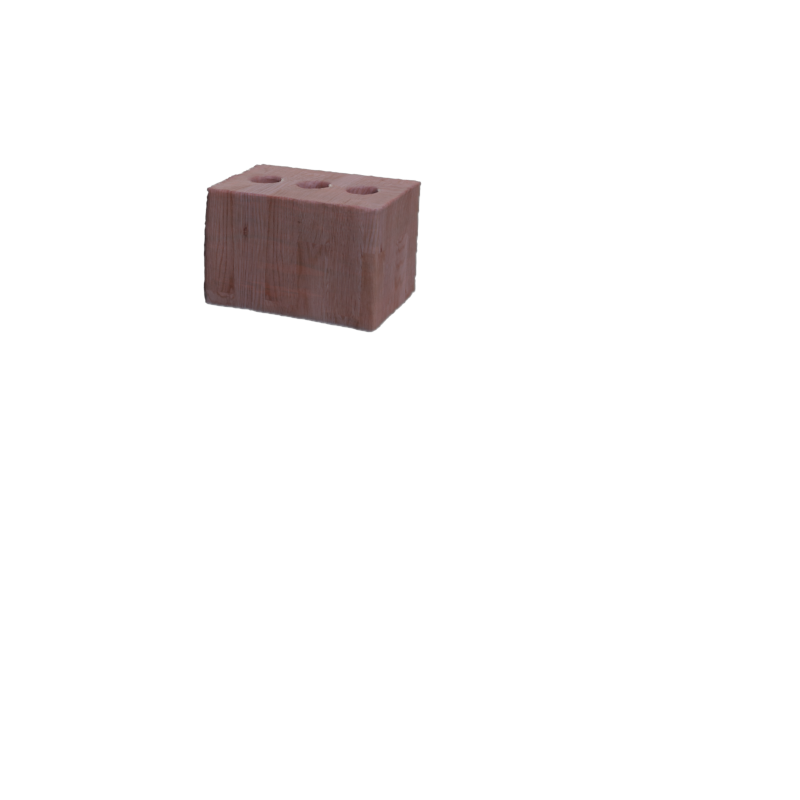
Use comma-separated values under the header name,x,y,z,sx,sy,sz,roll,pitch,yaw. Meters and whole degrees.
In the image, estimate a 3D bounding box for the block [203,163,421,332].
name,x,y,z,sx,sy,sz,roll,pitch,yaw
block,-0.036,-0.066,0.463,0.081,0.049,0.053,10,24,21
